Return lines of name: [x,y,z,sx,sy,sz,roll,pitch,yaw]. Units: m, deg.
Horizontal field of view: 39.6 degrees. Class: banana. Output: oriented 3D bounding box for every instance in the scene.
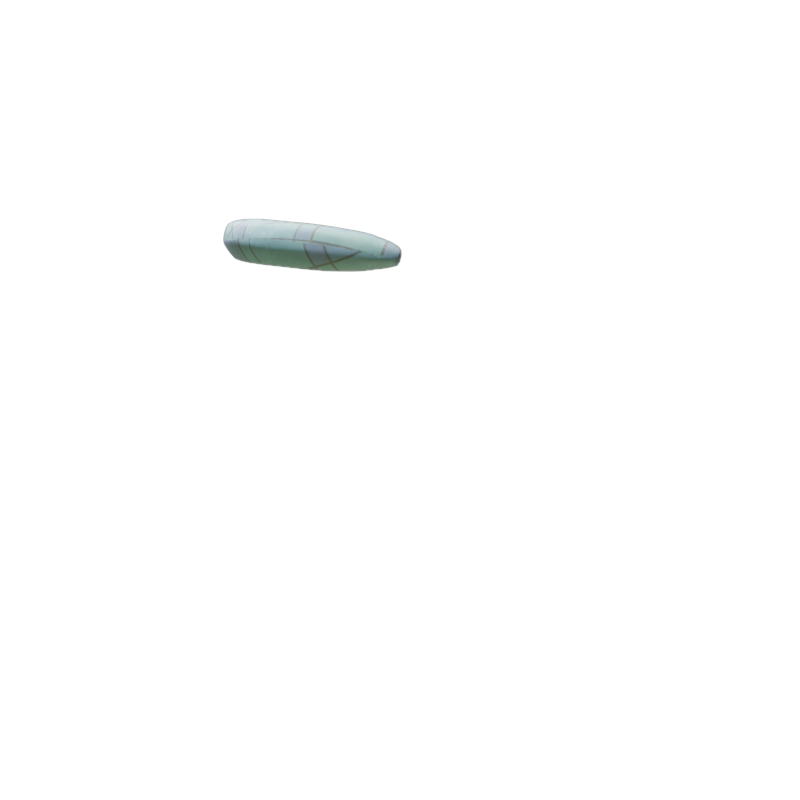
banana: [-0.087,-0.127,0.892,0.067,0.036,0.208,-9,16,-39]
